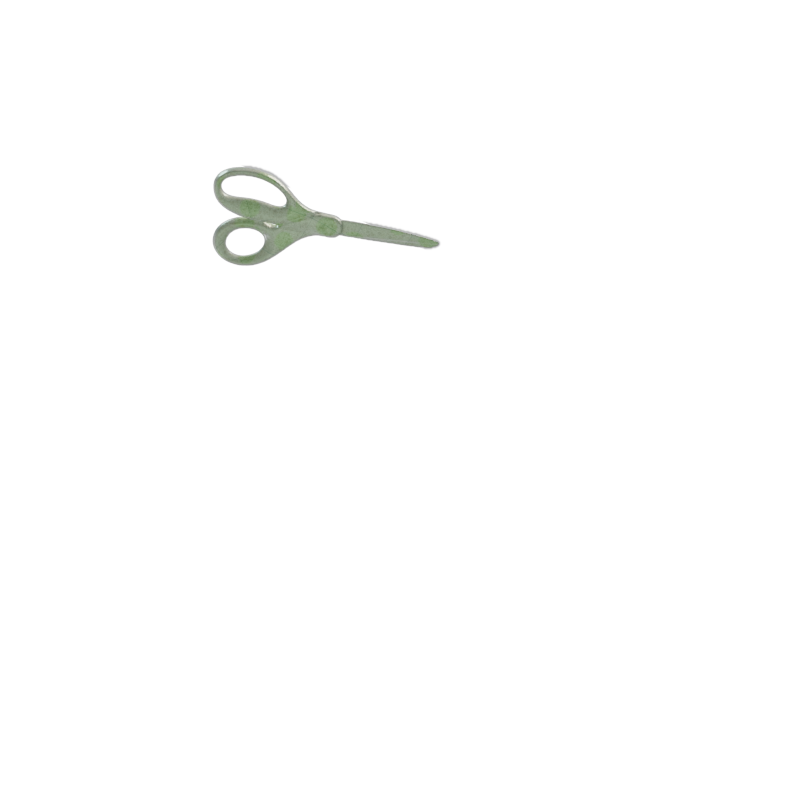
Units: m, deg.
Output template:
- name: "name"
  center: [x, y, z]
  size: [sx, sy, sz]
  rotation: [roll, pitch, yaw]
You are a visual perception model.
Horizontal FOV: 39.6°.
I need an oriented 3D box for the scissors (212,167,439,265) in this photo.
- name: "scissors"
  center: [-0.076, -0.139, 0.972]
  size: [0.197, 0.093, 0.017]
  rotation: [24, 20, -9]
